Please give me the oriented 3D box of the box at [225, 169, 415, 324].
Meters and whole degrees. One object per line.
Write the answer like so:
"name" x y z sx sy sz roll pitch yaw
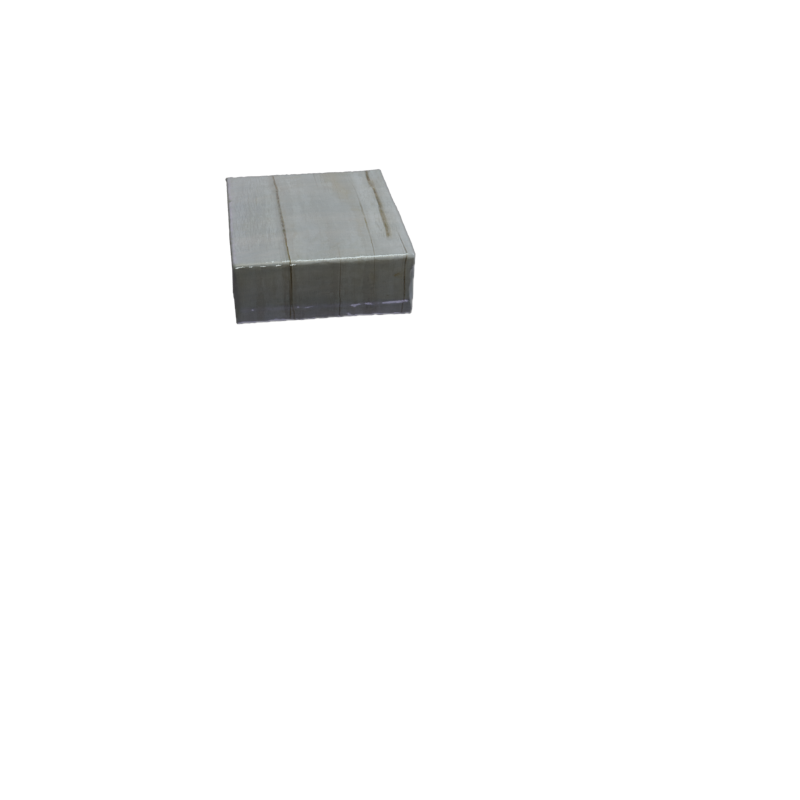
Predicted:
"box" -0.046 -0.084 0.587 0.089 0.037 0.121 -4 31 -7
